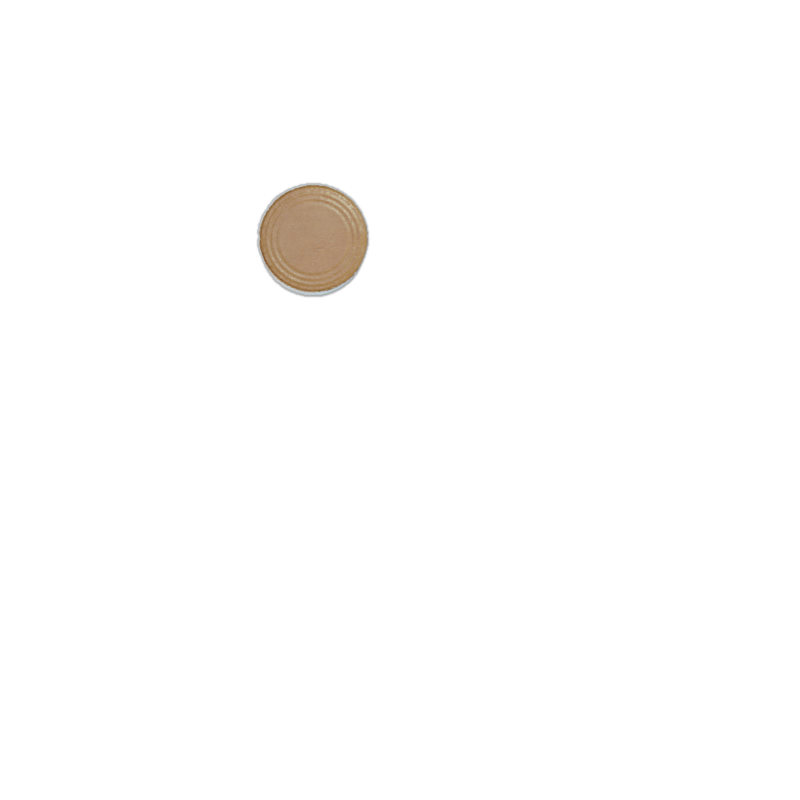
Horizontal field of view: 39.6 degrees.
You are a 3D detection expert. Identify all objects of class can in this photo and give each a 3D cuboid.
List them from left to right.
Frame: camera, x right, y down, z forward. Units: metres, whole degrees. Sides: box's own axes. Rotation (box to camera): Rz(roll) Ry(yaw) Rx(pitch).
[{"bbox_3d":[-0.069,-0.125,0.877,0.086,0.088,0.033,0,-10,-1],"label":"can"}]
